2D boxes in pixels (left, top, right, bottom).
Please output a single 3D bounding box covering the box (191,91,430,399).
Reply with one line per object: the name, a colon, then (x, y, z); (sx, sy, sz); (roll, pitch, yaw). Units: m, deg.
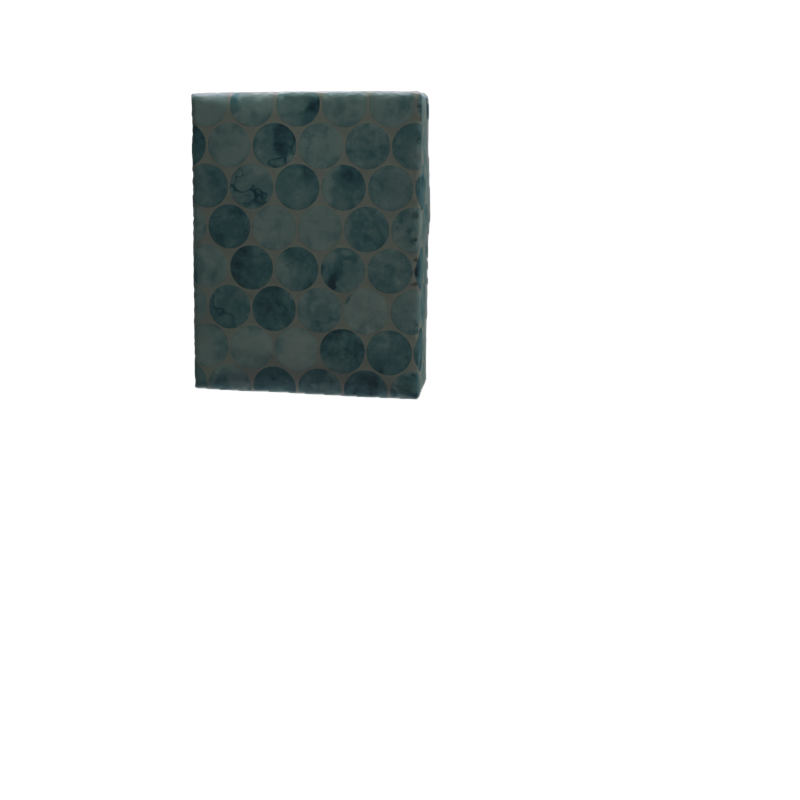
box: (-0.063, -0.114, 0.801); (0.166, 0.210, 0.072); (2, 7, 10)
